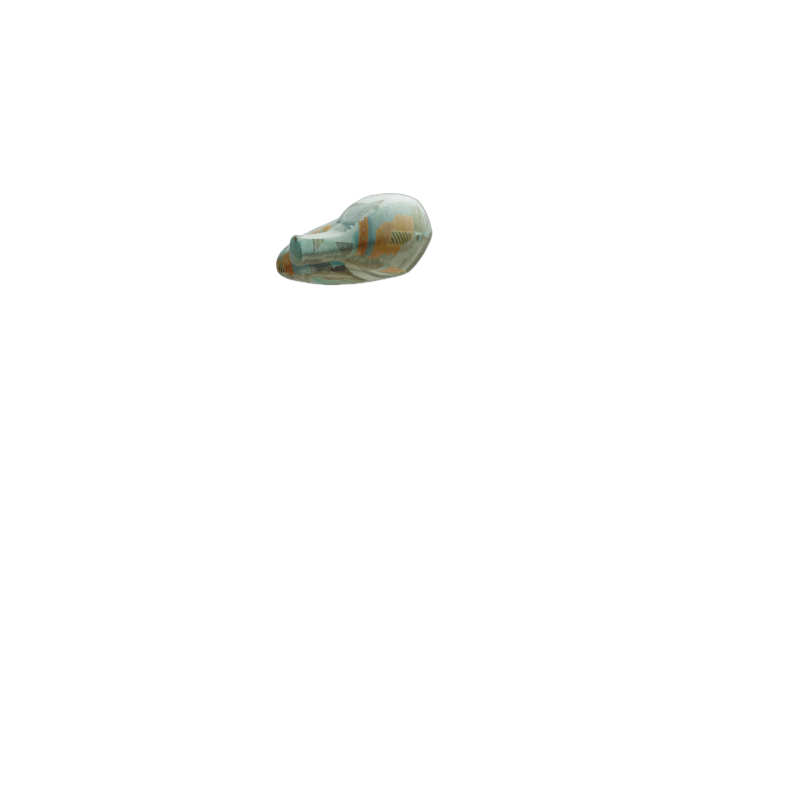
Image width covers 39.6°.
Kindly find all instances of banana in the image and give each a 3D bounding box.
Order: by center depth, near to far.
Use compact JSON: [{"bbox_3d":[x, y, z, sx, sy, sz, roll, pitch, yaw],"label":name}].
[{"bbox_3d":[-0.023,-0.077,0.538,0.069,0.037,0.199,0,3,-7],"label":"banana"}]
